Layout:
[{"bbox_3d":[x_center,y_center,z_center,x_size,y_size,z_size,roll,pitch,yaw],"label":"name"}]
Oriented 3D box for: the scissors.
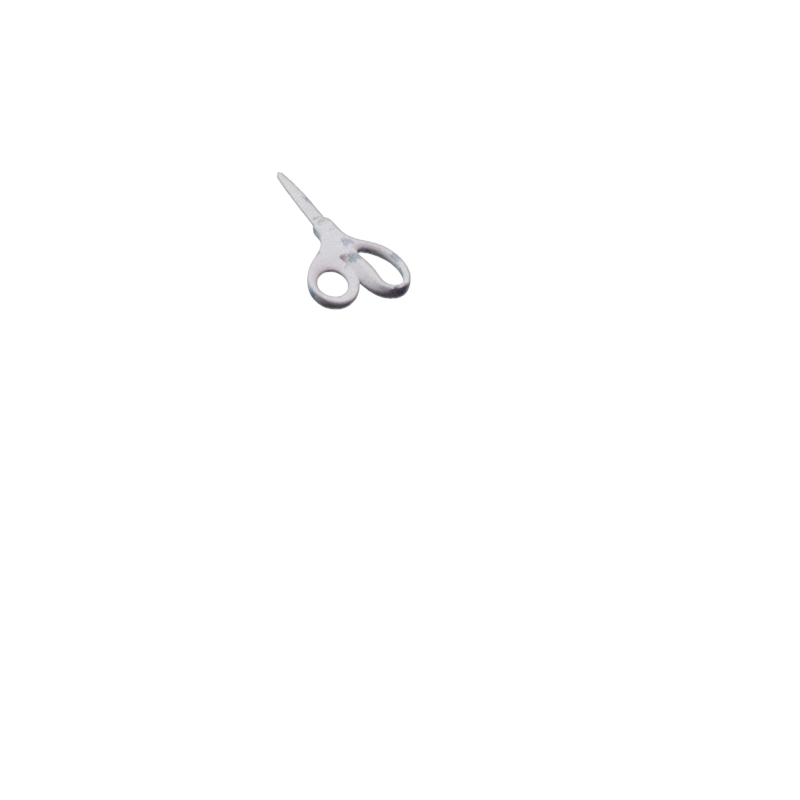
[{"bbox_3d":[-0.078,-0.141,0.991,0.096,0.015,0.216,-32,52,-29],"label":"scissors"}]
